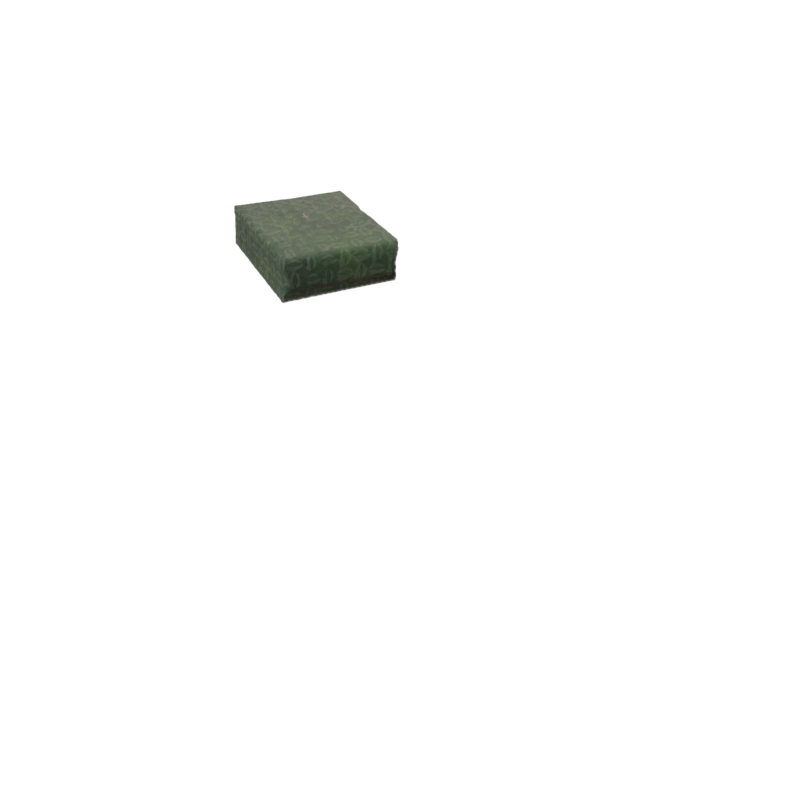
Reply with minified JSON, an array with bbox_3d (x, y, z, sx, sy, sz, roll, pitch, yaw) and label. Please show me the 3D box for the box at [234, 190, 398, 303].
[{"bbox_3d":[-0.052,-0.096,0.670,0.072,0.028,0.096,-12,32,-20],"label":"box"}]
